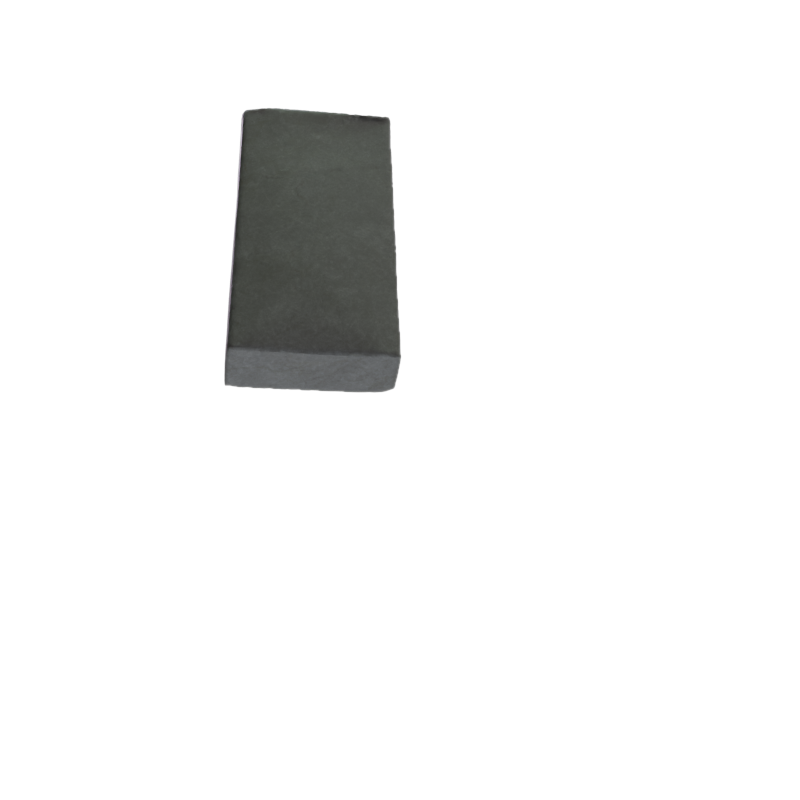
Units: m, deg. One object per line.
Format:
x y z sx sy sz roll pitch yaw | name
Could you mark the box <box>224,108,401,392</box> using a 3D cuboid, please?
-0.050 -0.091 0.635 0.093 0.188 0.045 2 -33 -6 | box
